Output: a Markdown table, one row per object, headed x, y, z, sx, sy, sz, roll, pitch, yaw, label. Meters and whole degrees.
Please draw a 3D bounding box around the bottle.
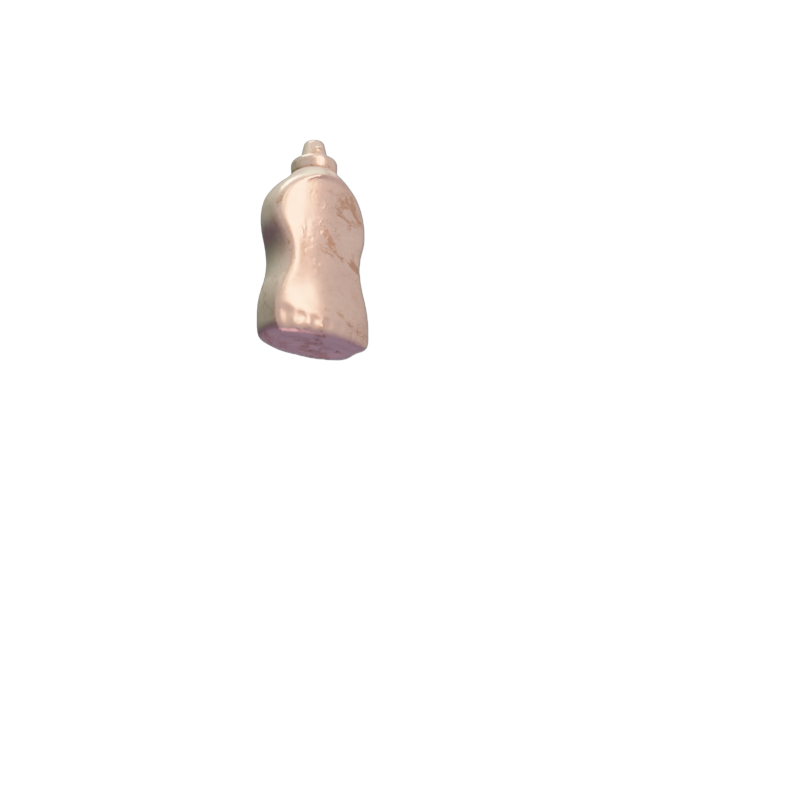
| x | y | z | sx | sy | sz | roll | pitch | yaw | label |
| --- | --- | --- | --- | --- | --- | --- | --- | --- | --- |
| -0.074 | -0.135 | 0.946 | 0.091 | 0.202 | 0.058 | 14 | -28 | -32 | bottle |
